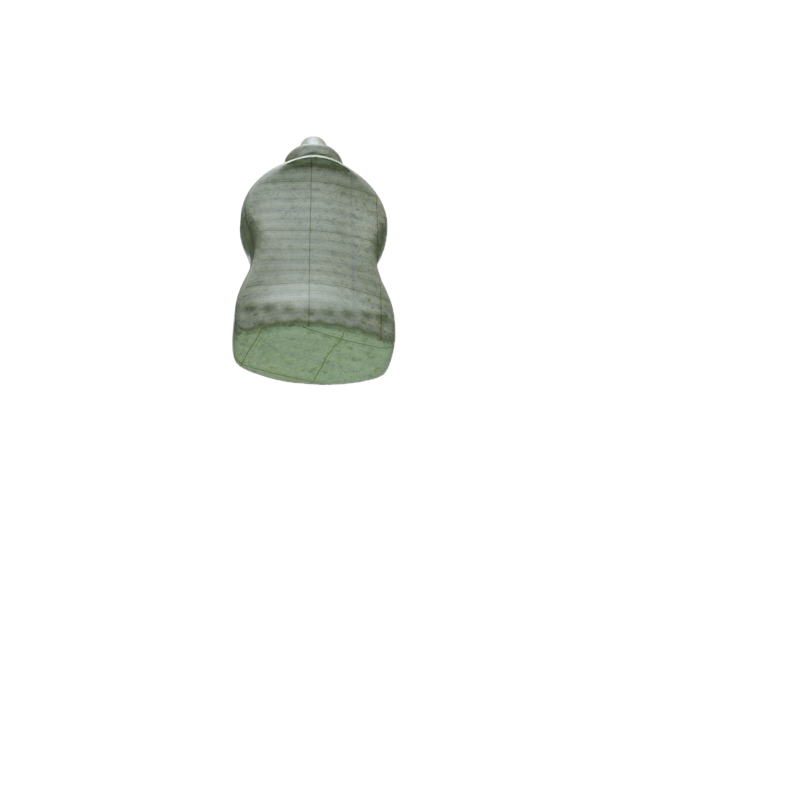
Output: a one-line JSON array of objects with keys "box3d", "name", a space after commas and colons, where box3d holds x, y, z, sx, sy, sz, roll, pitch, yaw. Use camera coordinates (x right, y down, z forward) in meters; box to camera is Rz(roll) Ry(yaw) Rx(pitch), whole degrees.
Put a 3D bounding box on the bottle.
[{"box3d": [-0.056, -0.102, 0.714, 0.095, 0.206, 0.055, 2, -40, -6], "name": "bottle"}]
